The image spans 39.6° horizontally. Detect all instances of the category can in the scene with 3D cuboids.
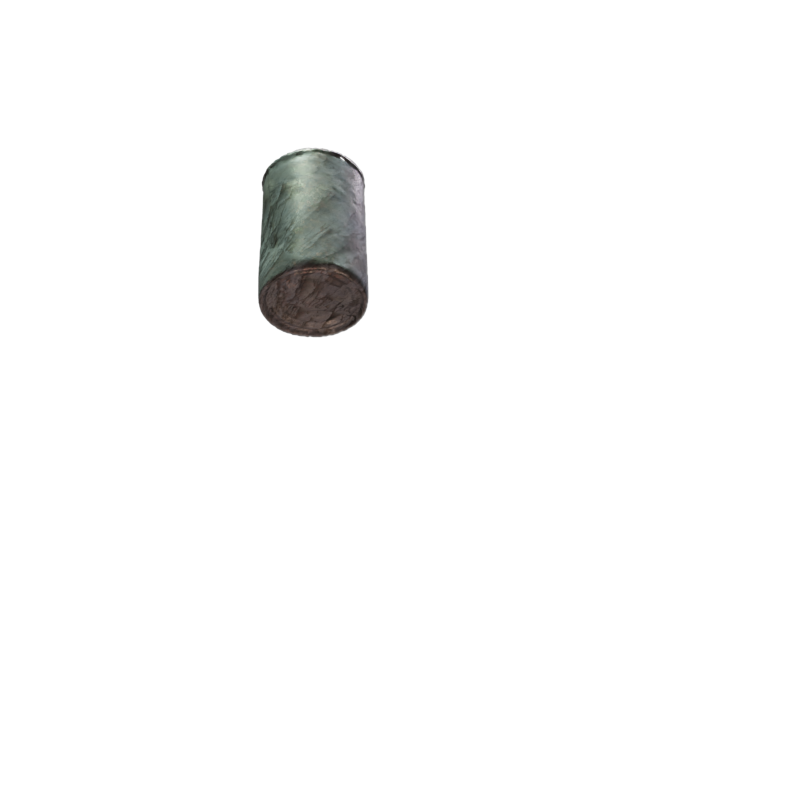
[{"bbox_3d":[-0.054,-0.099,0.694,0.068,0.110,0.064,-1,-39,-3],"label":"can"}]
